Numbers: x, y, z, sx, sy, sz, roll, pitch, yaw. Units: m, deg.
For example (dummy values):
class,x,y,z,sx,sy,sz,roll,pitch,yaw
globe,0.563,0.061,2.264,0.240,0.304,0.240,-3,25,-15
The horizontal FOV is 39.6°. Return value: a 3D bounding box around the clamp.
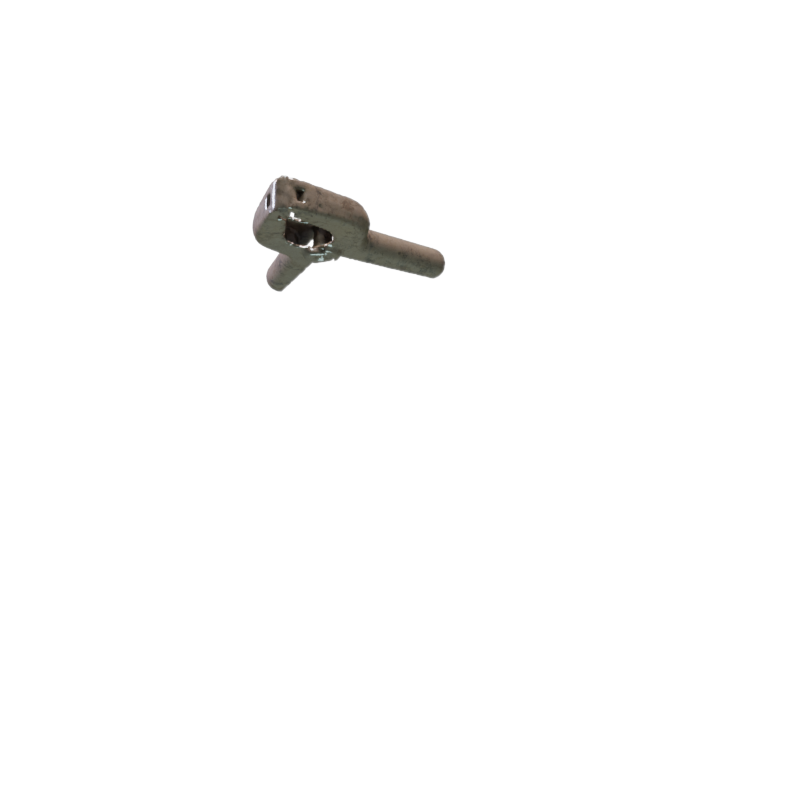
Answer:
class,x,y,z,sx,sy,sz,roll,pitch,yaw
clamp,-0.072,-0.132,0.923,0.168,0.038,0.197,-6,-14,23
